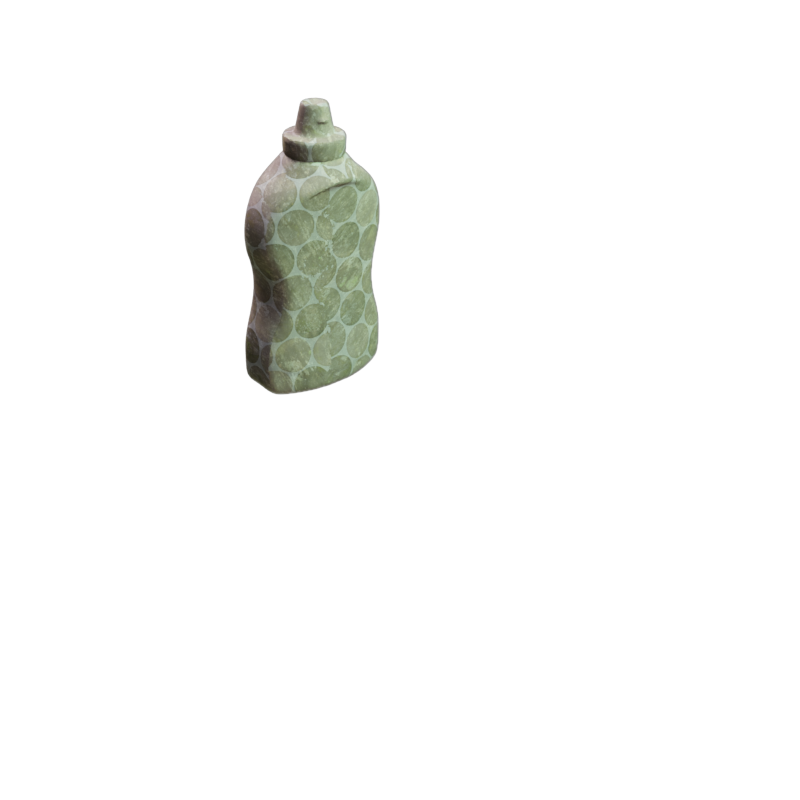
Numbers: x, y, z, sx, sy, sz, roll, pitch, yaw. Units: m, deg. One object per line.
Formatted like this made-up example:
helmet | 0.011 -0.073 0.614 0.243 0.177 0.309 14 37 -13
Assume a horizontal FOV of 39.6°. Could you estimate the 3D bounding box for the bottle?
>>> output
bottle | -0.057 -0.104 0.728 0.094 0.182 0.062 -18 31 -34
